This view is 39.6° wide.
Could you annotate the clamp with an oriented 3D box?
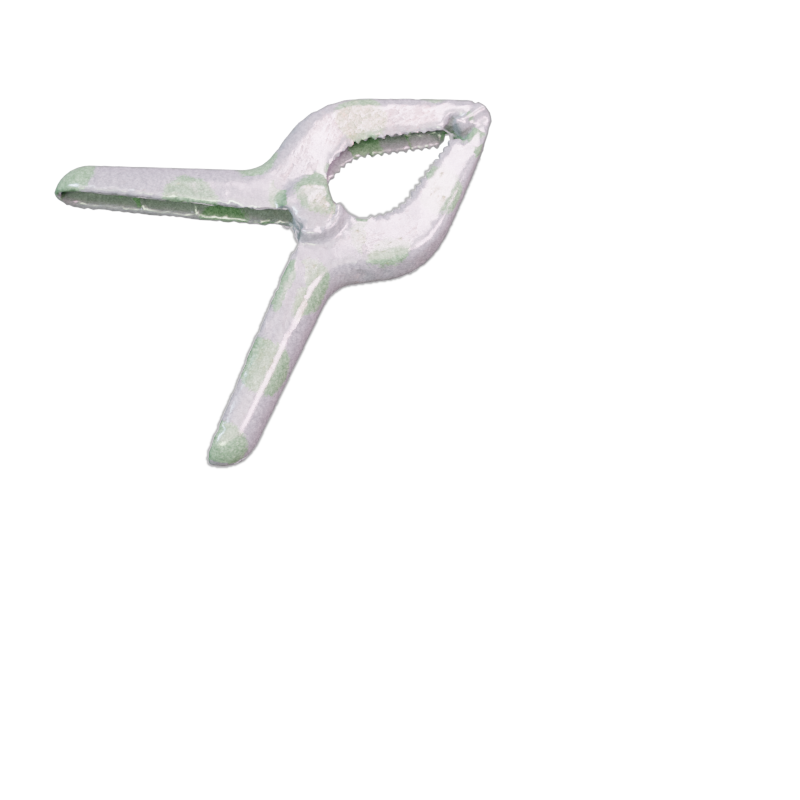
[{"bbox_3d":[-0.042,-0.076,0.535,0.209,0.172,0.035,-24,-16,-8],"label":"clamp"}]
